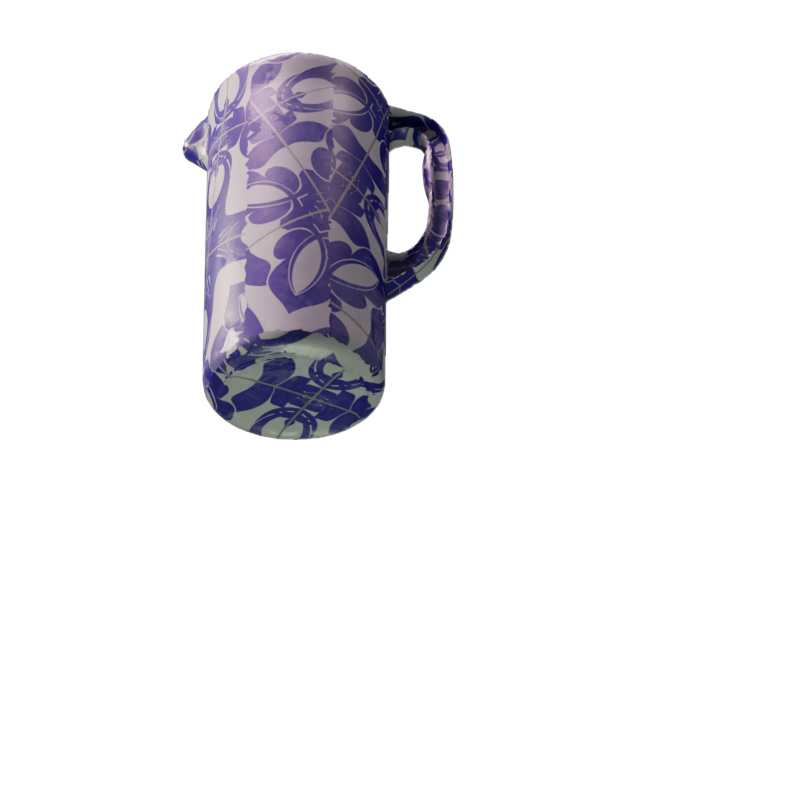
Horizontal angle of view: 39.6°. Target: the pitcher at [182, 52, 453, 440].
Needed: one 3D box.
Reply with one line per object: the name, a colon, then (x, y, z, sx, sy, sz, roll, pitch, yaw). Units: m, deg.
pitcher: (-0.057, -0.103, 0.723, 0.136, 0.261, 0.148, 27, -46, -33)
